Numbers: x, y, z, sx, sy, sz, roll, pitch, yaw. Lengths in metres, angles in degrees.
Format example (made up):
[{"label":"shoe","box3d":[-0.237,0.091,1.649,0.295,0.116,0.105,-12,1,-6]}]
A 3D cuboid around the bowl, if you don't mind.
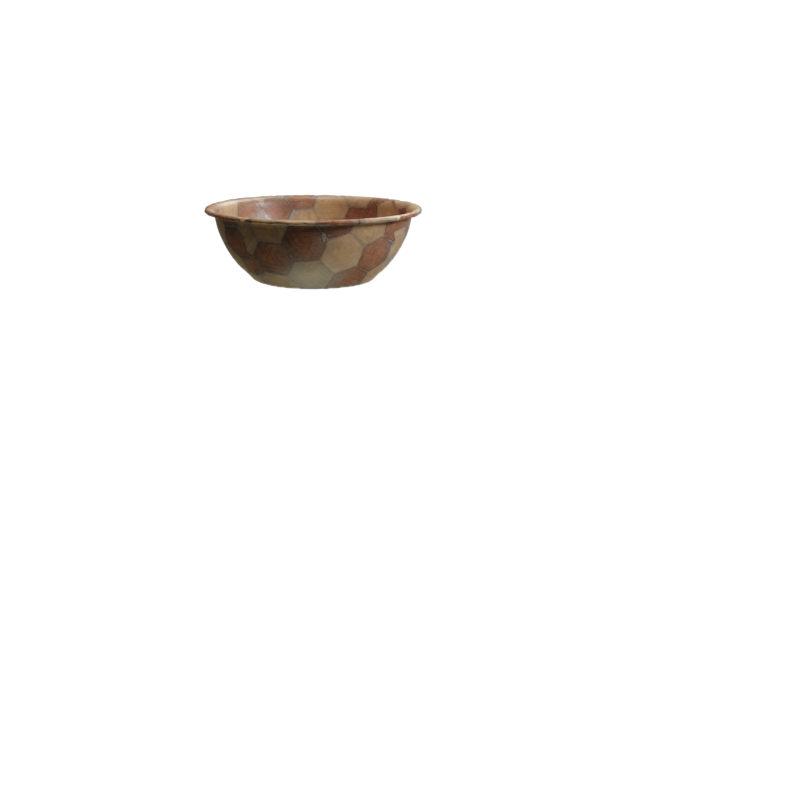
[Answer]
[{"label":"bowl","box3d":[-0.065,-0.118,0.830,0.162,0.053,0.167,-1,16,-2]}]
